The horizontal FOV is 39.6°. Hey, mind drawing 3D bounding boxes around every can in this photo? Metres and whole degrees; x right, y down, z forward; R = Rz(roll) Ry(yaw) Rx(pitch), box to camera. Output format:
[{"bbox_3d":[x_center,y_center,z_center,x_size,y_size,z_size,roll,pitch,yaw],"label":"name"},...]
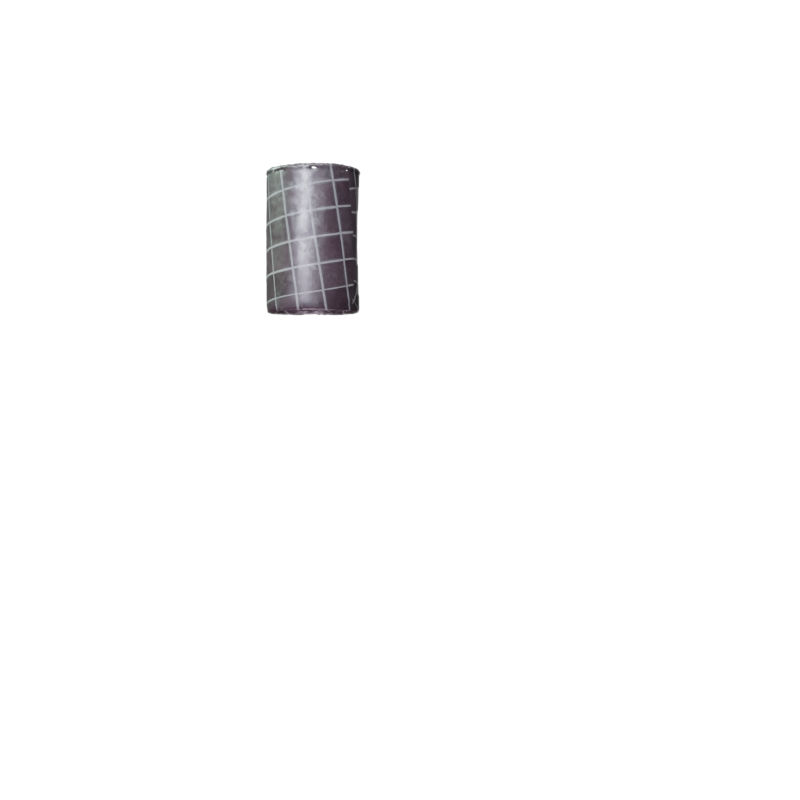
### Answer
[{"bbox_3d":[-0.062,-0.113,0.793,0.068,0.104,0.068,0,-5,-2],"label":"can"}]
